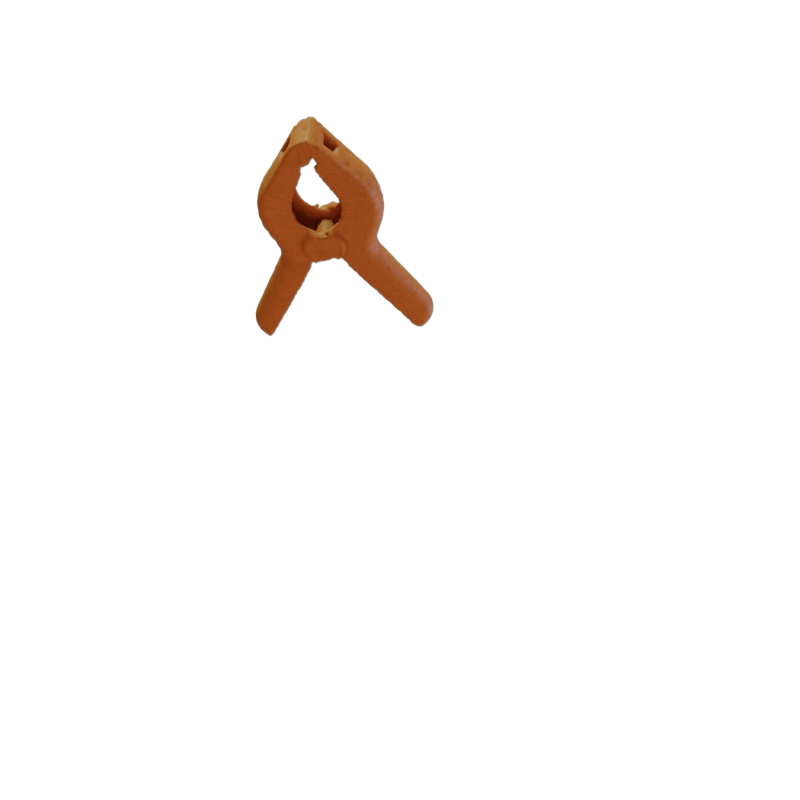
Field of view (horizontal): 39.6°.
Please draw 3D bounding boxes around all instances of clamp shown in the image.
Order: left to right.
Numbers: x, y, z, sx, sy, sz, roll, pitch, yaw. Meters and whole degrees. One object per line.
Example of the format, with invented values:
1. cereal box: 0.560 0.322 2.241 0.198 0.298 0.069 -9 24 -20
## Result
1. clamp: -0.056 -0.102 0.713 0.121 0.159 0.042 -13 39 11
